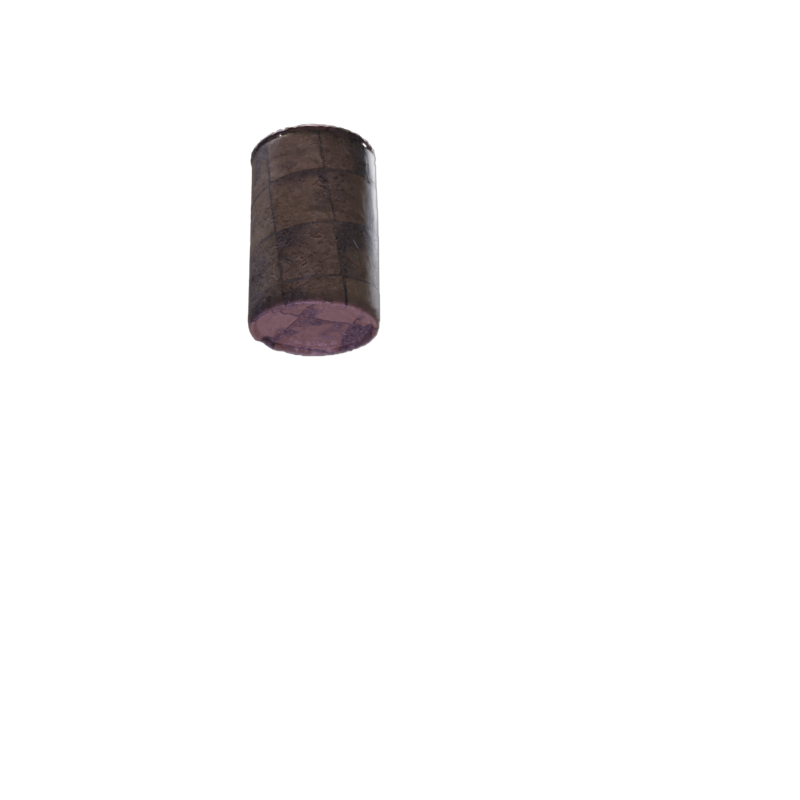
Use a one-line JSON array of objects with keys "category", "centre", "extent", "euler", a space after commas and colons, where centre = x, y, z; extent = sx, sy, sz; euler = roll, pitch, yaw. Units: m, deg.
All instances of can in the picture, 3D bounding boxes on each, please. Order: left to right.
[{"category": "can", "centre": [-0.045, -0.082, 0.575], "extent": [0.068, 0.108, 0.065], "euler": [0, -26, -2]}]
